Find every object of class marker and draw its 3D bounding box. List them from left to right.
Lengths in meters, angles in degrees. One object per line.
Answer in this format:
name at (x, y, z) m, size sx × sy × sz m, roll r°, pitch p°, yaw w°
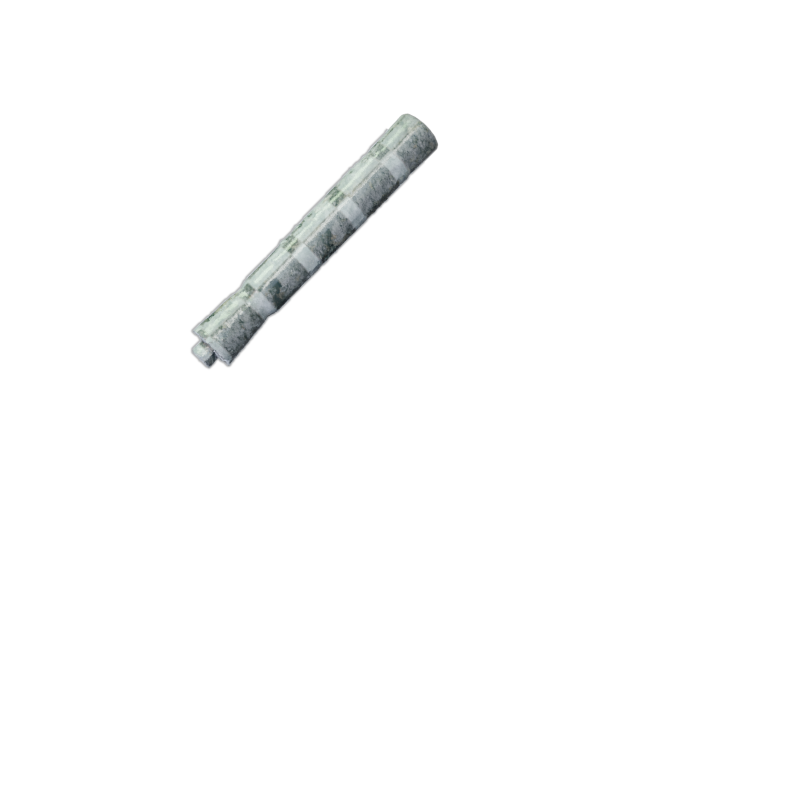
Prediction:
marker at (-0.032, -0.059, 0.413) m, size 0.020 × 0.122 × 0.019 m, roll 41°, pitch -11°, yaw 6°
